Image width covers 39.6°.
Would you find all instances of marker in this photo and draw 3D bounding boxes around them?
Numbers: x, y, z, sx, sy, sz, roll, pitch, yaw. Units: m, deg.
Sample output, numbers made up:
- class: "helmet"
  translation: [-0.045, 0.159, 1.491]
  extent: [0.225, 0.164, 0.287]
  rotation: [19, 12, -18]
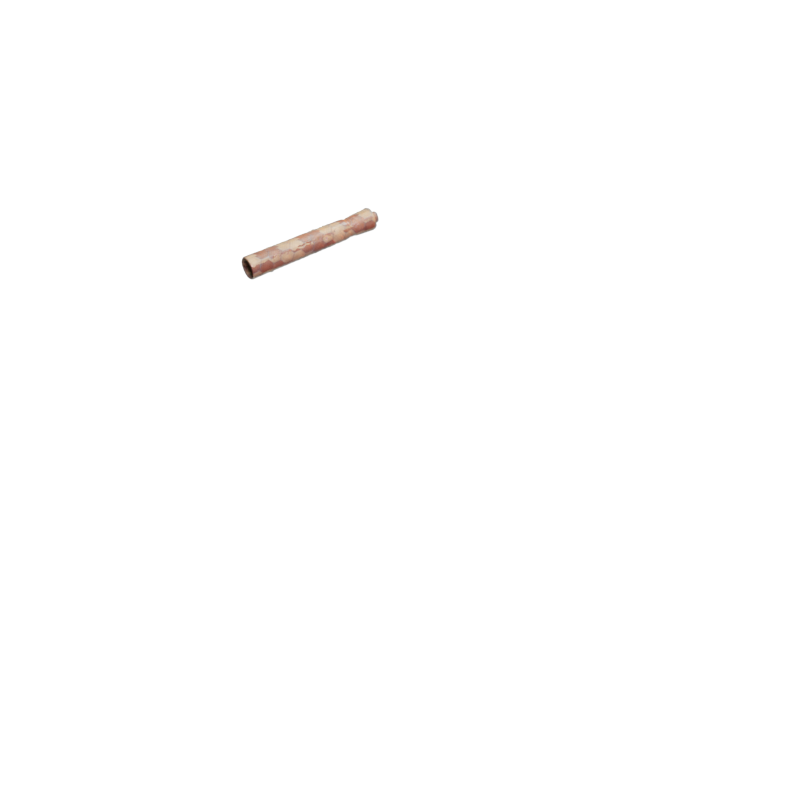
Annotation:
- class: "marker"
  translation: [-0.069, -0.126, 0.881]
  extent: [0.120, 0.019, 0.020]
  rotation: [-26, 15, -24]
